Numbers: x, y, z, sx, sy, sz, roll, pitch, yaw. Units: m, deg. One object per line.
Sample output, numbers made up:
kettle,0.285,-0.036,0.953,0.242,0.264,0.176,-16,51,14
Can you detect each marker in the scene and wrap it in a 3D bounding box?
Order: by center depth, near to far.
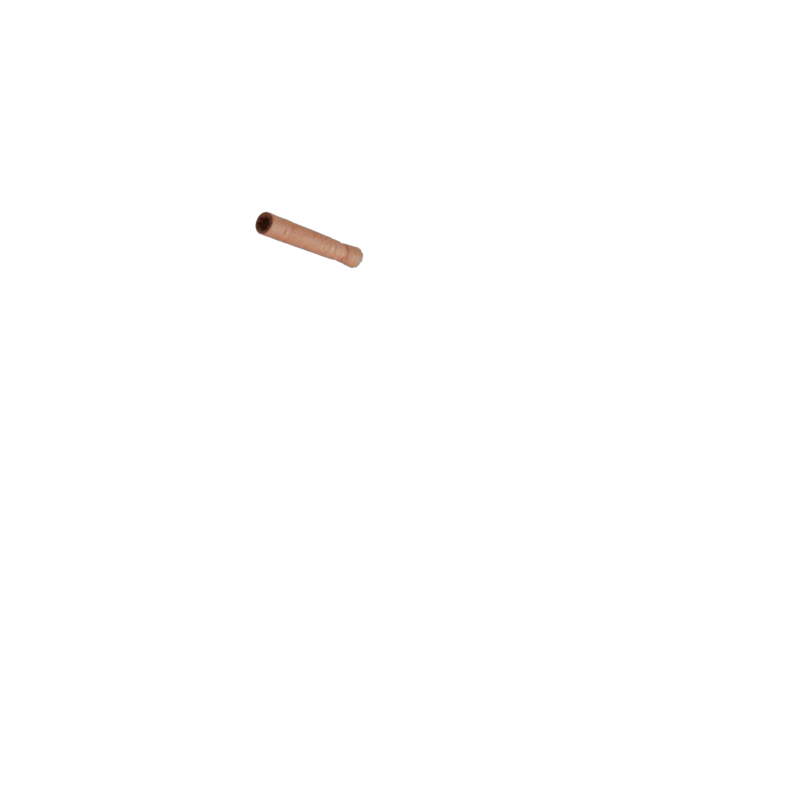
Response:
marker,-0.072,-0.131,0.920,0.021,0.020,0.114,4,-7,41
